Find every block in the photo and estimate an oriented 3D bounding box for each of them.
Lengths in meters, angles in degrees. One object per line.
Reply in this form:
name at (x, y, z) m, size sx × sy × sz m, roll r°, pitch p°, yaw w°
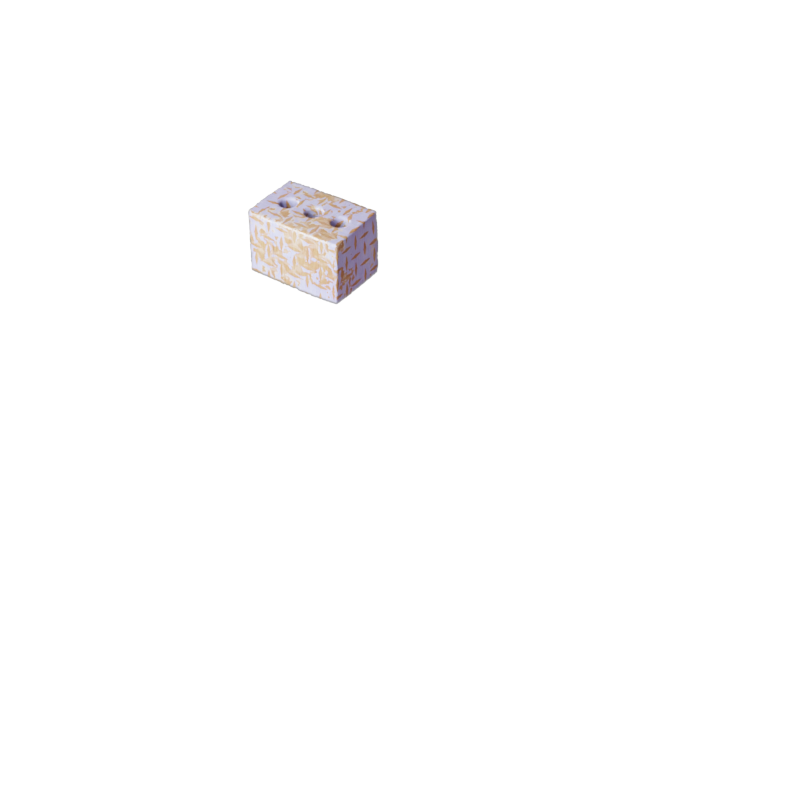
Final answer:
block at (-0.061, -0.112, 0.783) m, size 0.082 × 0.048 × 0.054 m, roll 23°, pitch 42°, yaw 26°
